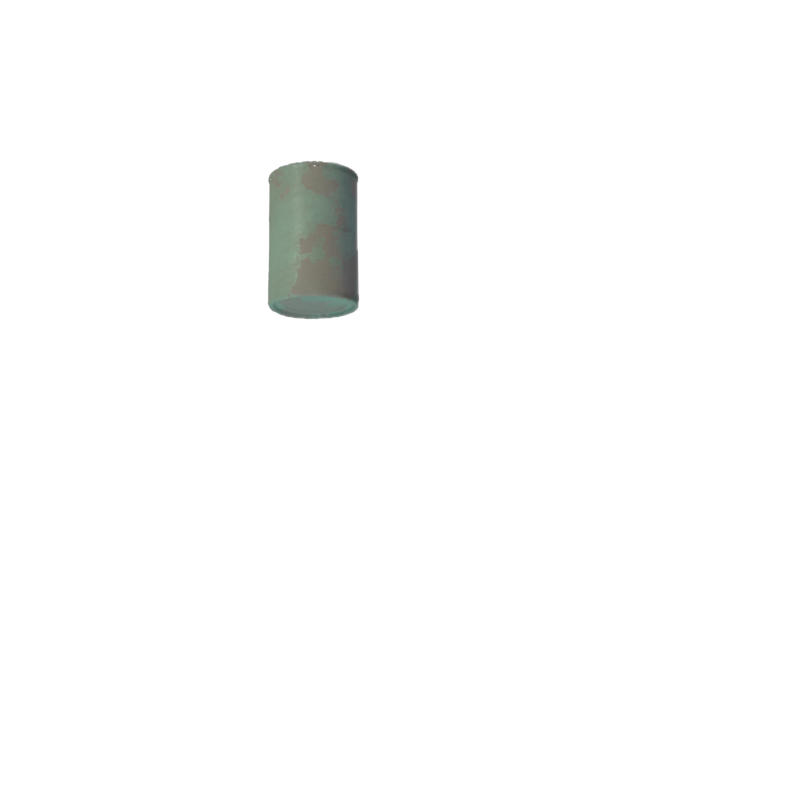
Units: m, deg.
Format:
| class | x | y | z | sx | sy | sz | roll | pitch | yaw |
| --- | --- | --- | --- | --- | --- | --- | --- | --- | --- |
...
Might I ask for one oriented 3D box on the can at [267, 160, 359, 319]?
| class | x | y | z | sx | sy | sz | roll | pitch | yaw |
| --- | --- | --- | --- | --- | --- | --- | --- | --- | --- |
| can | -0.064 | -0.117 | 0.822 | 0.068 | 0.107 | 0.066 | 0 | -16 | -2 |
